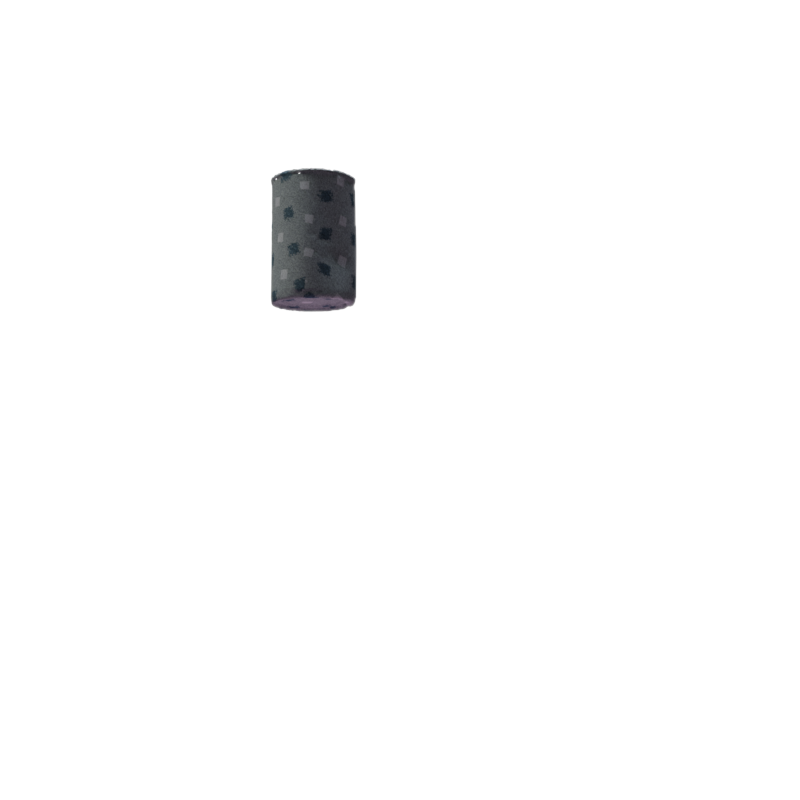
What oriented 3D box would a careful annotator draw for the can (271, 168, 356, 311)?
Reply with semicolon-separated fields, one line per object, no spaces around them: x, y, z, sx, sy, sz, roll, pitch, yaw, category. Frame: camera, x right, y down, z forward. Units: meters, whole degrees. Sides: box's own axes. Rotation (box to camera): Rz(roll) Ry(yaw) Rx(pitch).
-0.069;-0.126;0.880;0.068;0.105;0.067;0;-11;-2;can
